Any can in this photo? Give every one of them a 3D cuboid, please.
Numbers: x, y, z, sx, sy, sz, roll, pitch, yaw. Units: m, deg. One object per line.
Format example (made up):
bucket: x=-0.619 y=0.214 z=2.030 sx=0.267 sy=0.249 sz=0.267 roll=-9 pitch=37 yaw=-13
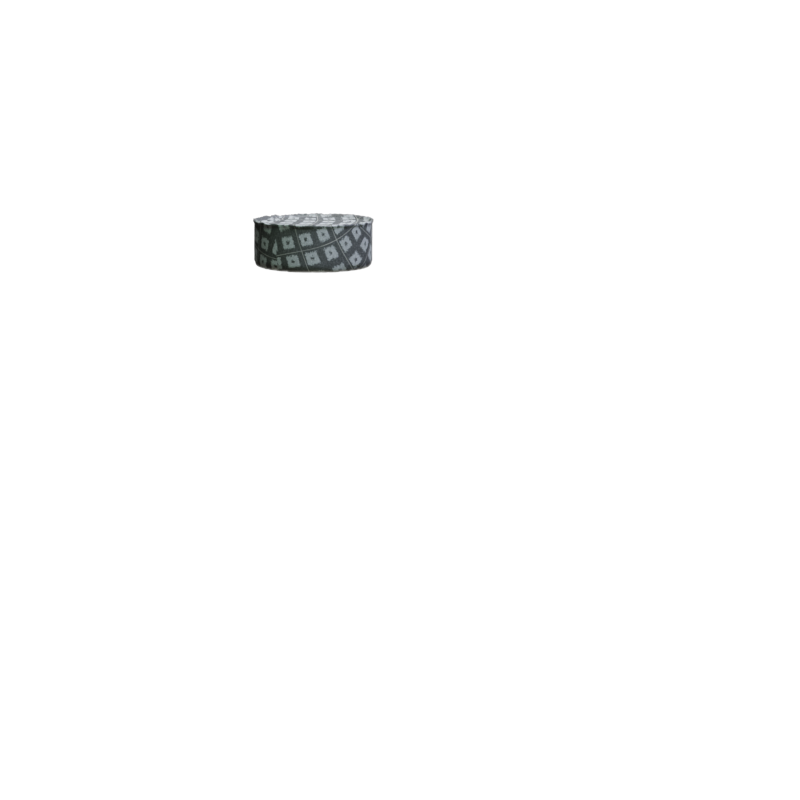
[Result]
can: x=-0.062 y=-0.113 z=0.791 sx=0.086 sy=0.033 sz=0.088 roll=0 pitch=14 yaw=-2
